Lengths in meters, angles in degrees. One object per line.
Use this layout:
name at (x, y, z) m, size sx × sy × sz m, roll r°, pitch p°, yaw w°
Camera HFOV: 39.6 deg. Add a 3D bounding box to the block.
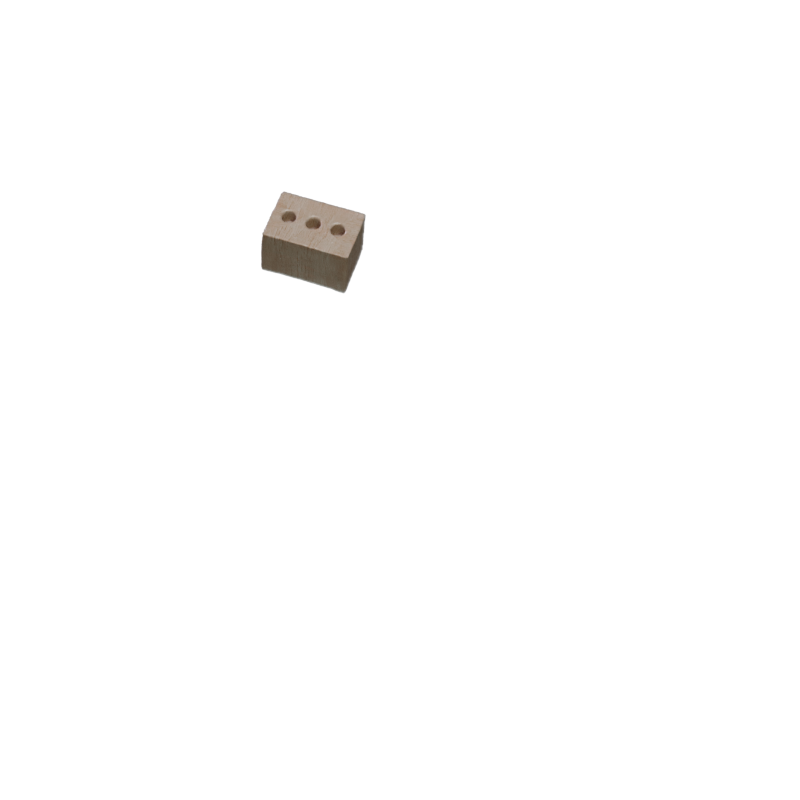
block at (-0.074, -0.135, 0.947) m, size 0.080 × 0.055 × 0.048 m, roll 16°, pitch -33°, yaw 10°
